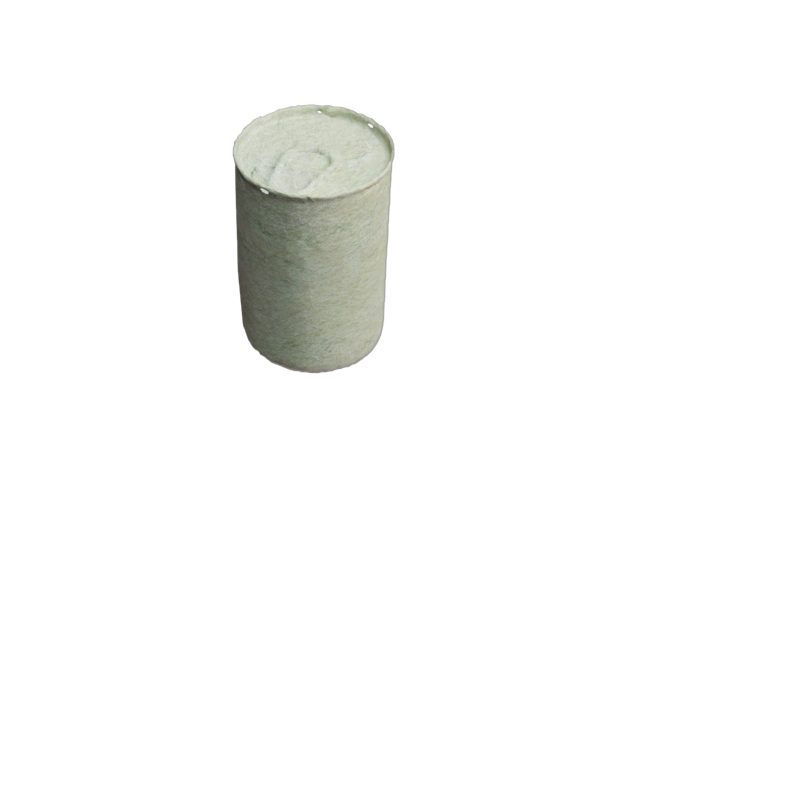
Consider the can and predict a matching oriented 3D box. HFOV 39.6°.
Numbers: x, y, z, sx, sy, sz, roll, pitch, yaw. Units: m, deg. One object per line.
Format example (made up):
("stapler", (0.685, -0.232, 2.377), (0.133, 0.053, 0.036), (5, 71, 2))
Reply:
("can", (-0.039, -0.071, 0.495), (0.068, 0.095, 0.074), (0, 43, -3))
